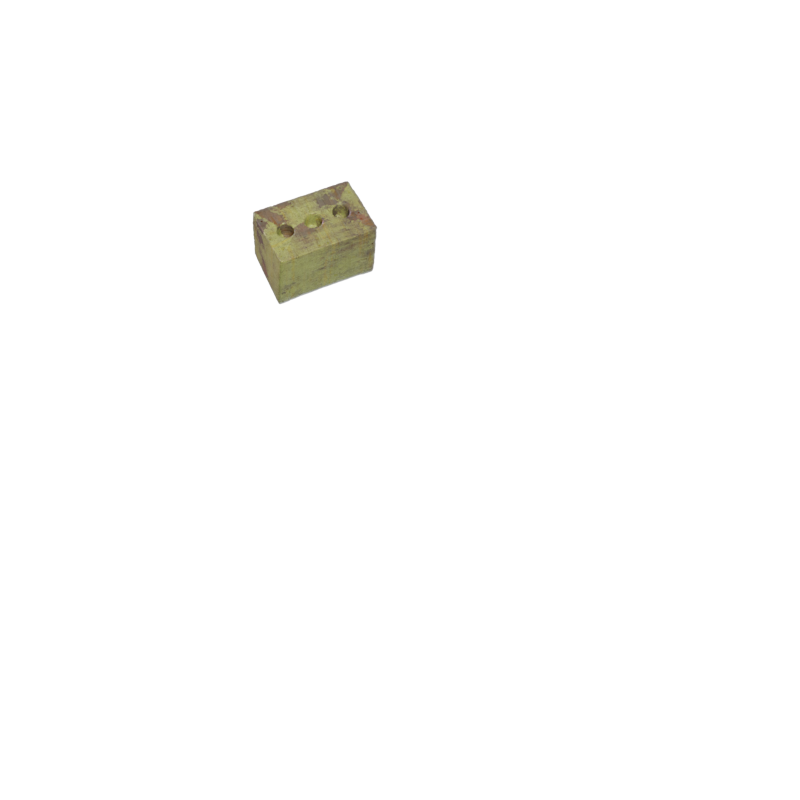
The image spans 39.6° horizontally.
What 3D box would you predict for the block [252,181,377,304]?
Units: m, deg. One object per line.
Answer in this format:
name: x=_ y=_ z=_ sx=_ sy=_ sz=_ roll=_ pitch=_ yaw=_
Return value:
block: x=-0.064 y=-0.116 z=0.813 sx=0.077 sy=0.057 sz=0.048 roll=-22 pitch=-31 yaw=-15
